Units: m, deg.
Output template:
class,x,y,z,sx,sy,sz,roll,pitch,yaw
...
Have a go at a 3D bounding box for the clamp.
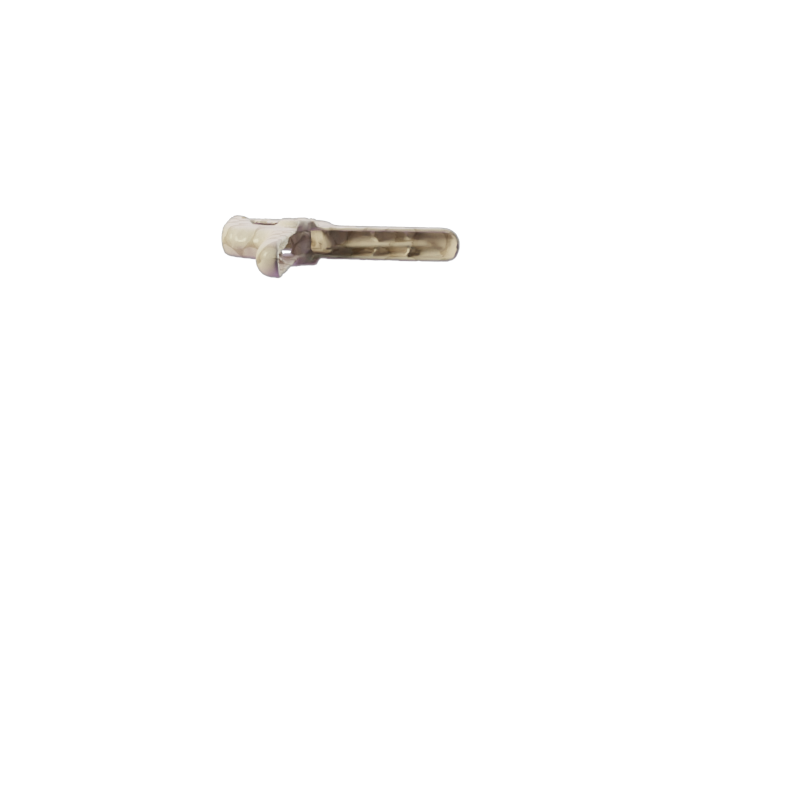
class,x,y,z,sx,sy,sz,roll,pitch,yaw
clamp,-0.067,-0.122,0.857,0.160,0.036,0.220,-6,15,-26
